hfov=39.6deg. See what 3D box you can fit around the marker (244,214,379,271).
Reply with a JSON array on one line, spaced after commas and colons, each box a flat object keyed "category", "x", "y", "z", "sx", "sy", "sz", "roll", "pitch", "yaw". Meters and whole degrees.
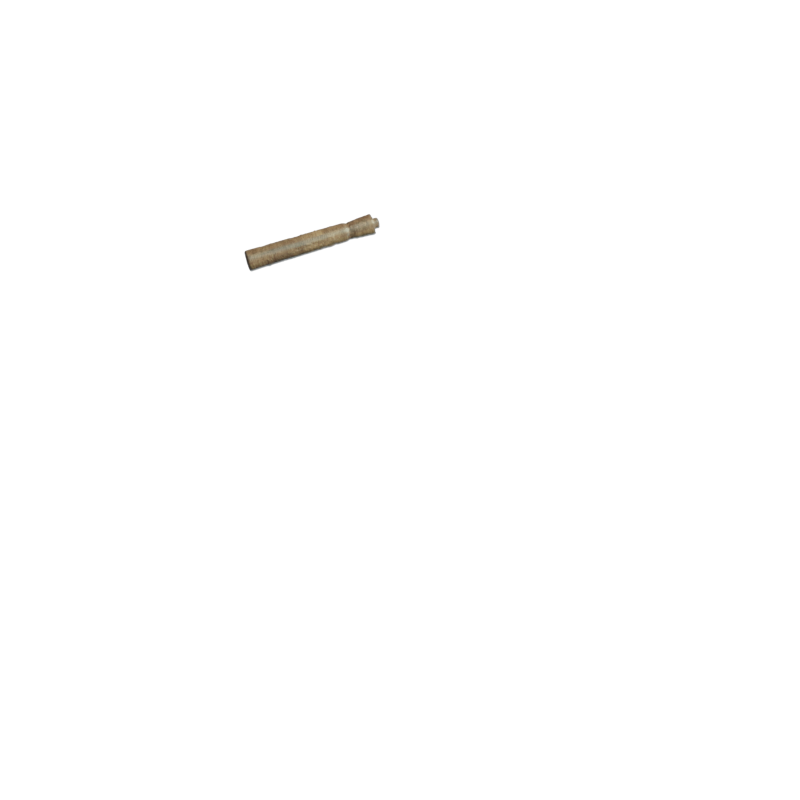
[{"category": "marker", "x": -0.076, "y": -0.139, "z": 0.970, "sx": 0.120, "sy": 0.020, "sz": 0.020, "roll": -18, "pitch": 7, "yaw": -8}]
